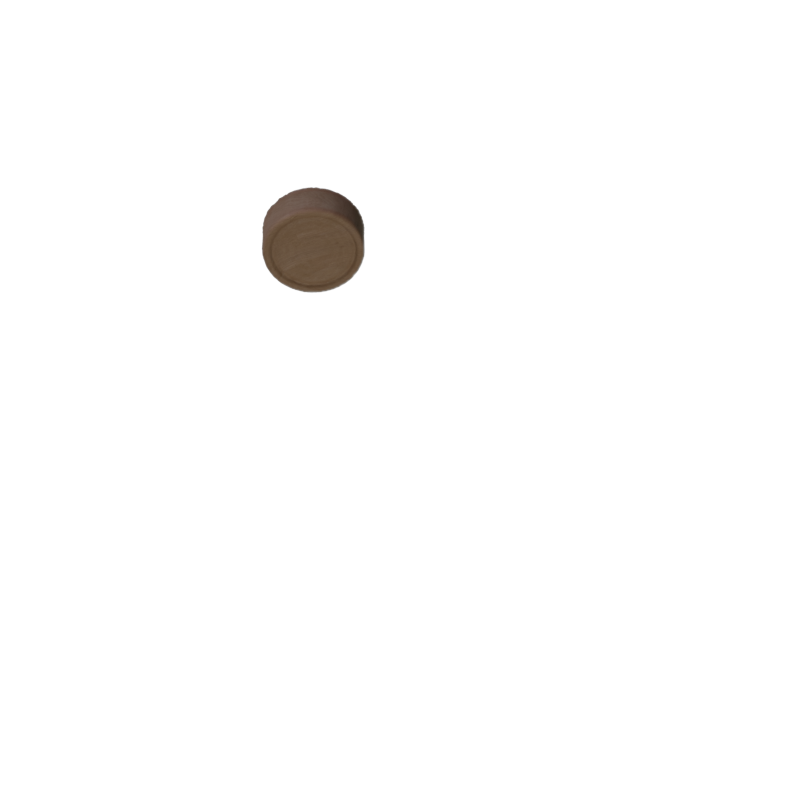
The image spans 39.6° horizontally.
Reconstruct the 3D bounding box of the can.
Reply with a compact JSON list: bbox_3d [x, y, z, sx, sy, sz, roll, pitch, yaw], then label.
[{"bbox_3d":[-0.072,-0.131,0.919,0.086,0.080,0.036,1,38,-1],"label":"can"}]
